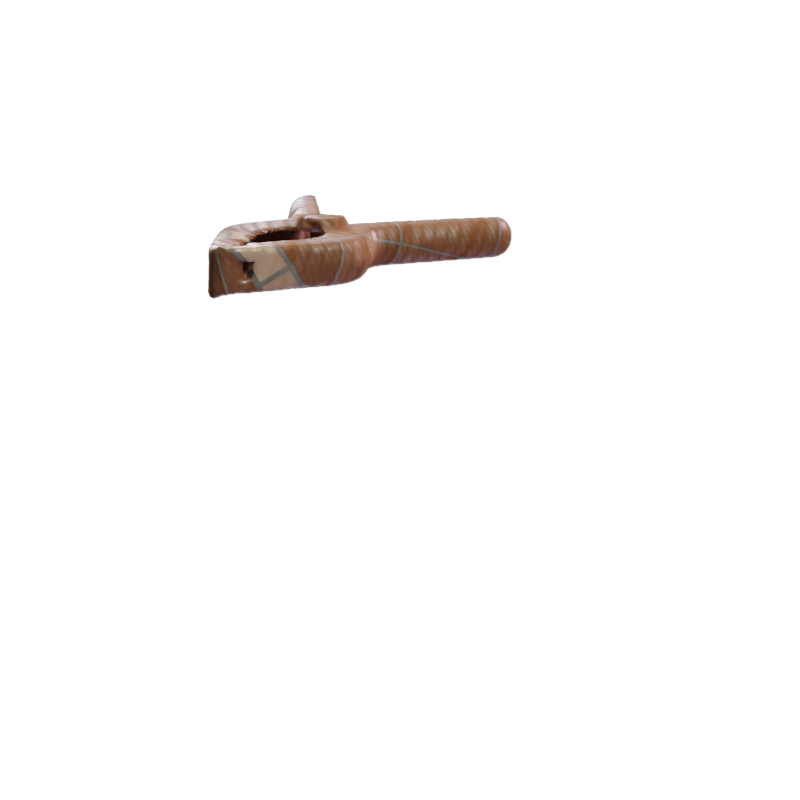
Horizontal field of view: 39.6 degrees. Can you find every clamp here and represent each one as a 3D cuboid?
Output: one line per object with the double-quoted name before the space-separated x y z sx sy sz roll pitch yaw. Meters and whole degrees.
"clamp" -0.053 -0.097 0.681 0.173 0.035 0.206 14 23 37
